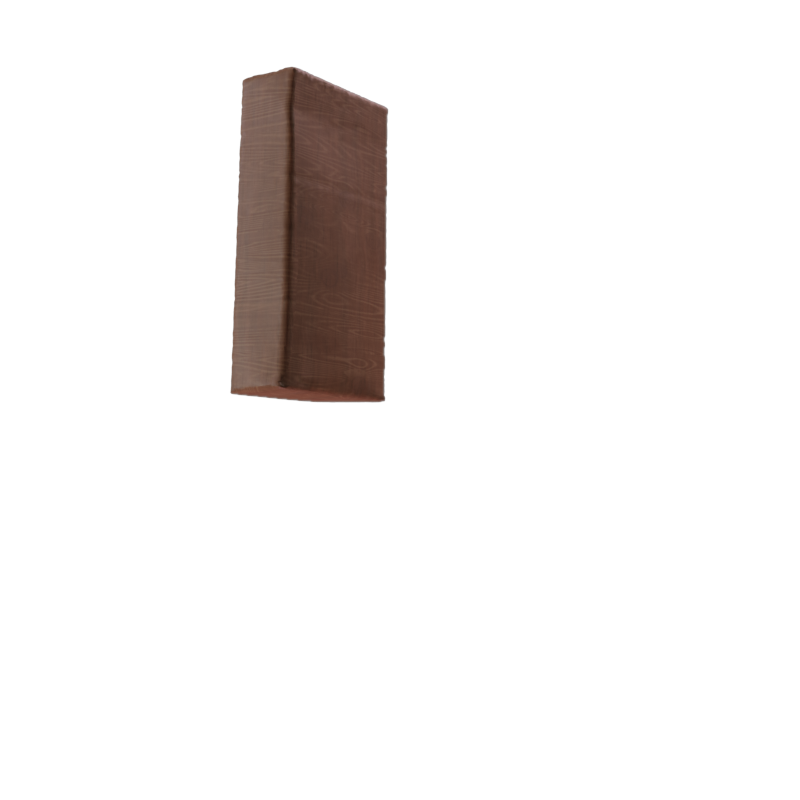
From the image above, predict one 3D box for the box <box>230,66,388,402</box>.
[{"bbox_3d":[-0.049,-0.089,0.626,0.049,0.181,0.088,-9,-14,35],"label":"box"}]
